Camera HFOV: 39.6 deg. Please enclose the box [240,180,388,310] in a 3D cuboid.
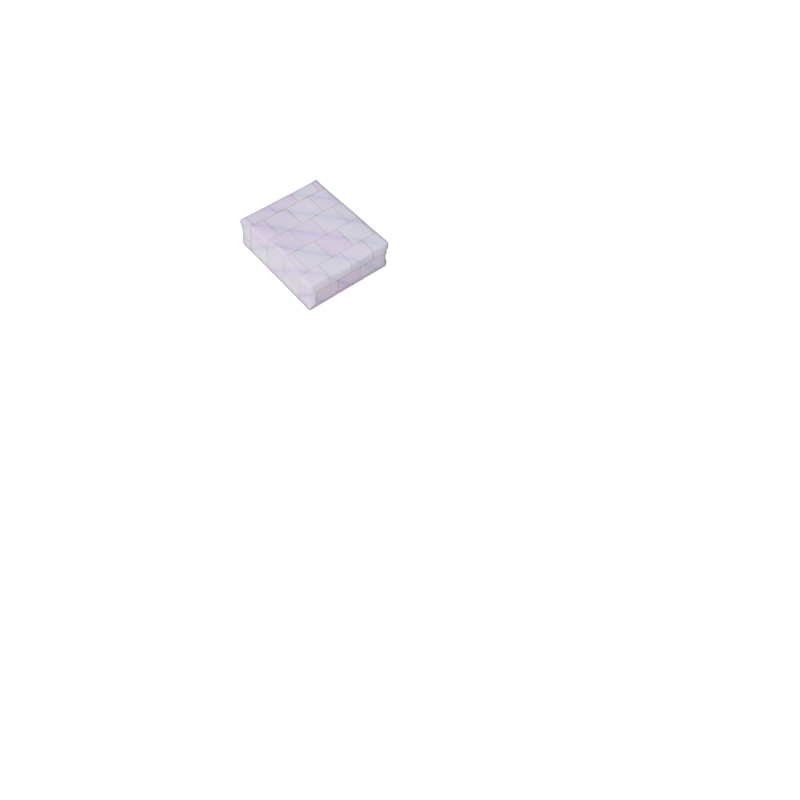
[{"bbox_3d":[-0.065,-0.118,0.829,0.073,0.028,0.096,-31,57,-24],"label":"box"}]
